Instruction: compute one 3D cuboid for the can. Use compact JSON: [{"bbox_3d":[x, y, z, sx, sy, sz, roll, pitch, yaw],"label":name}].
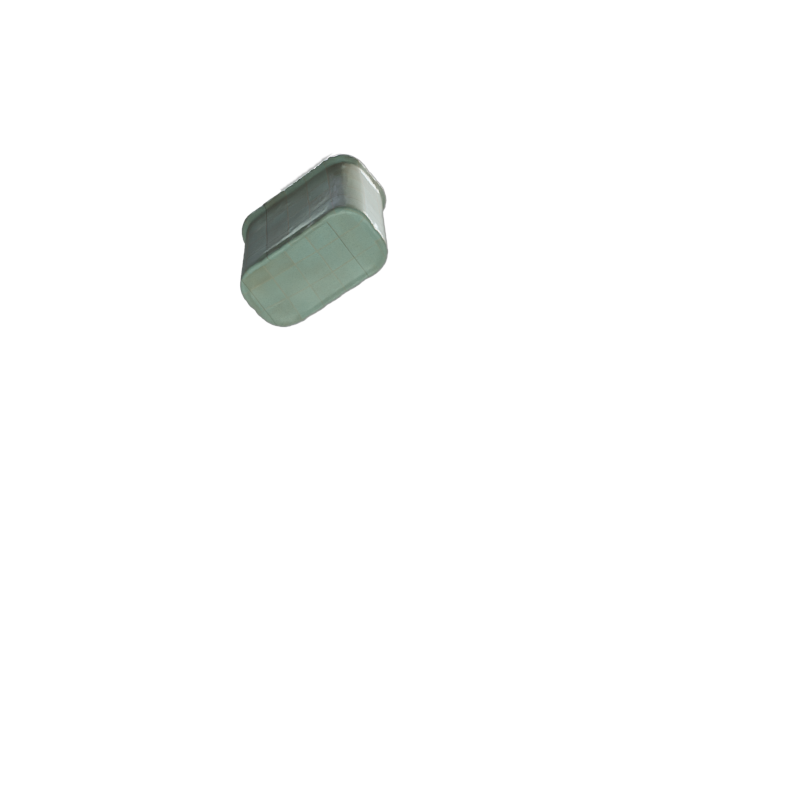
[{"bbox_3d":[-0.057,-0.104,0.730,0.101,0.054,0.089,-33,27,16],"label":"can"}]
